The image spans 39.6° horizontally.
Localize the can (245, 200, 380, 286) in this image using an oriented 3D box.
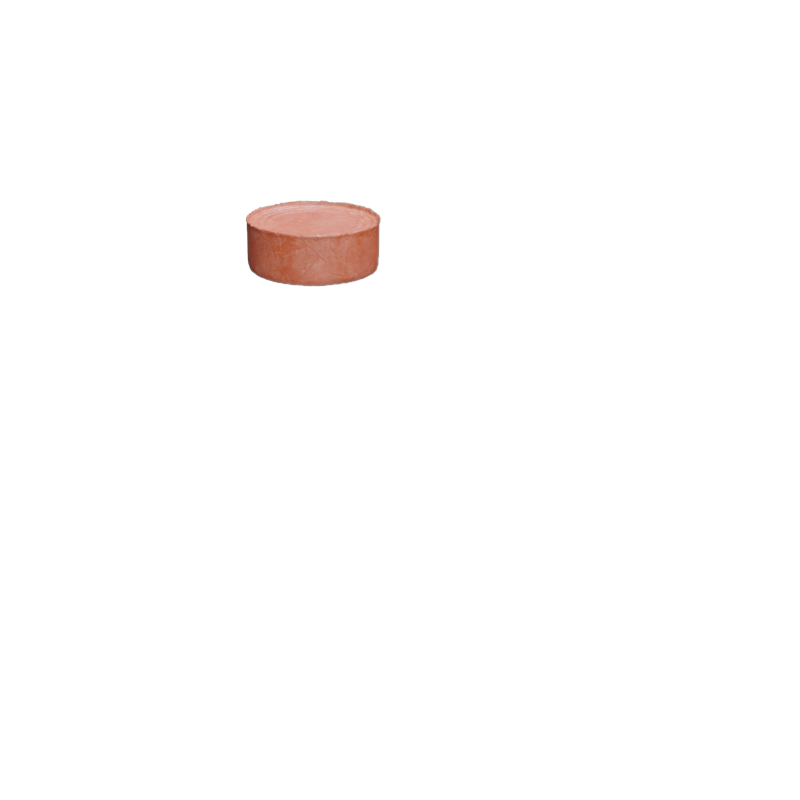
[{"bbox_3d":[-0.056,-0.101,0.709,0.086,0.032,0.090,-1,23,-2],"label":"can"}]
